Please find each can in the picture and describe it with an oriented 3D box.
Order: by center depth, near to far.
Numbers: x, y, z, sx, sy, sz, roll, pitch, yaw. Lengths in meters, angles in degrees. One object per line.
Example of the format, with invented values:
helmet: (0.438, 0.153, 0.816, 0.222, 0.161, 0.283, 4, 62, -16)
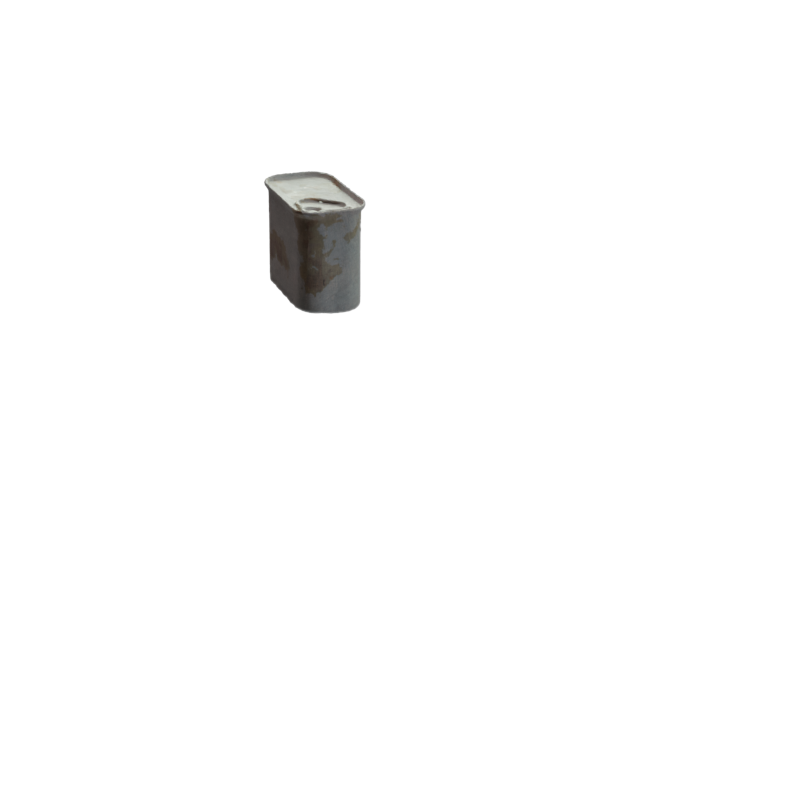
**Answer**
can: (-0.067, -0.123, 0.860, 0.056, 0.080, 0.109, -8, 26, -21)
